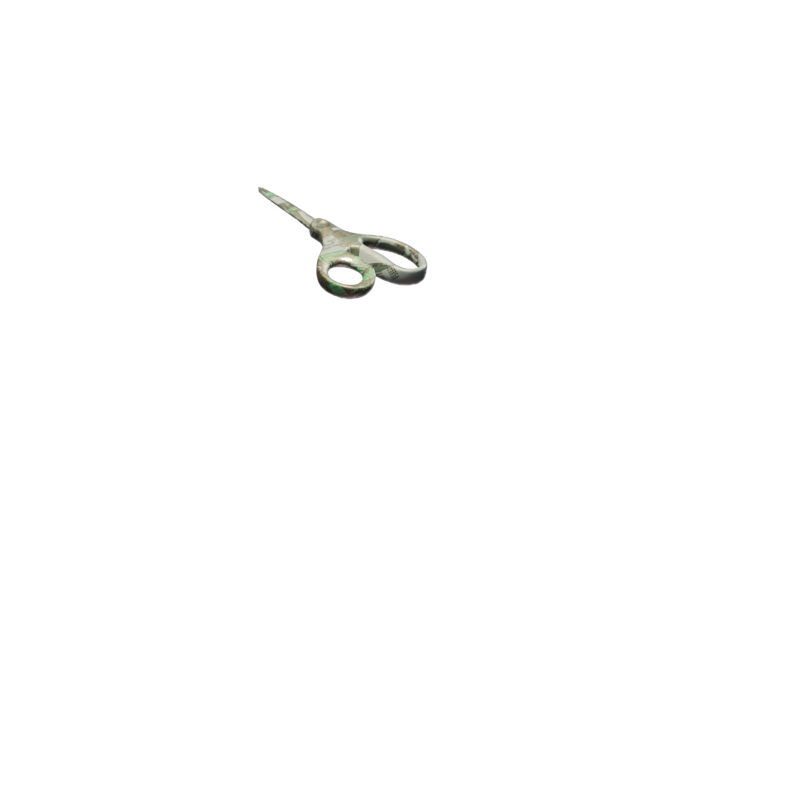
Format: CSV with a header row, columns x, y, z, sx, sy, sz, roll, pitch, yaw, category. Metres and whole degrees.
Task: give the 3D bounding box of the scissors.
x,y,z,sx,sy,sz,roll,pitch,yaw,category
-0.072,-0.131,0.920,0.214,0.015,0.097,25,42,31,scissors
